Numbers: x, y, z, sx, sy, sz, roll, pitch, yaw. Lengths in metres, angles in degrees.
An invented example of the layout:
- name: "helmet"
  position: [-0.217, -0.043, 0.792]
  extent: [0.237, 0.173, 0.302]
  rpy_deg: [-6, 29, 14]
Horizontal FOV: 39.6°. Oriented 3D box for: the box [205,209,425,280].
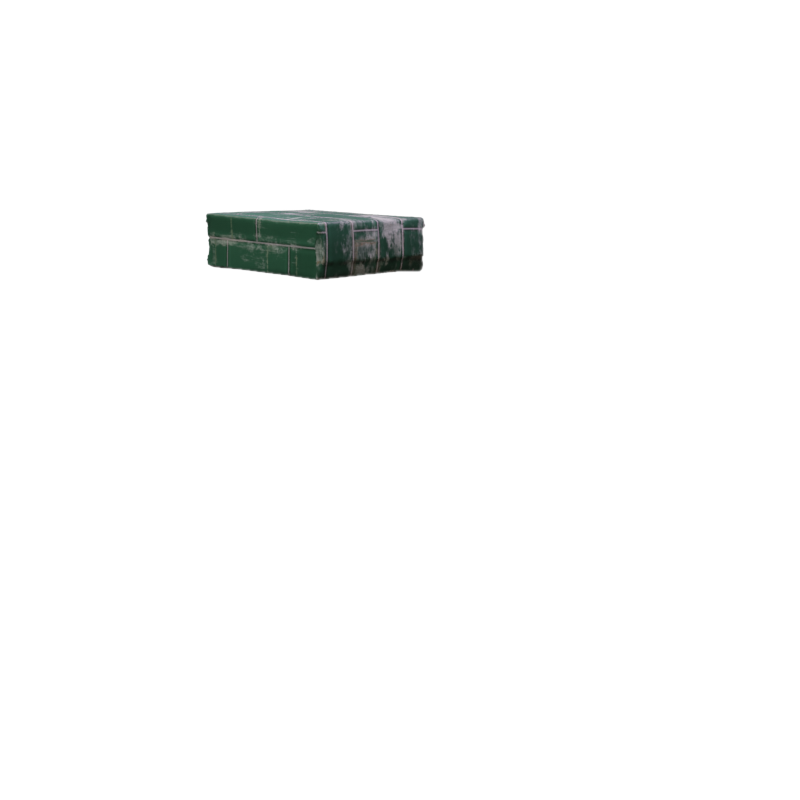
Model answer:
- name: "box"
  position: [-0.055, -0.100, 0.701]
  extent: [0.087, 0.038, 0.119]
  rpy_deg: [-9, 13, -43]
